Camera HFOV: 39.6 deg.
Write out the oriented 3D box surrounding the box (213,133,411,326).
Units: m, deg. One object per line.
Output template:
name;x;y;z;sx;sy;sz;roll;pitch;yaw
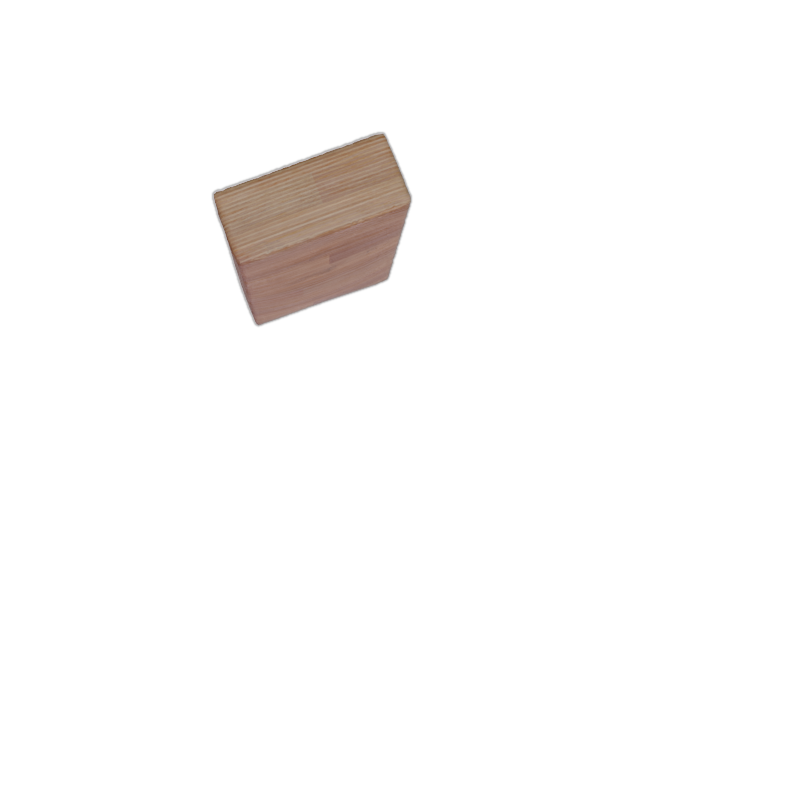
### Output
box;-0.049;-0.088;0.620;0.093;0.049;0.173;-21;-2;-5
